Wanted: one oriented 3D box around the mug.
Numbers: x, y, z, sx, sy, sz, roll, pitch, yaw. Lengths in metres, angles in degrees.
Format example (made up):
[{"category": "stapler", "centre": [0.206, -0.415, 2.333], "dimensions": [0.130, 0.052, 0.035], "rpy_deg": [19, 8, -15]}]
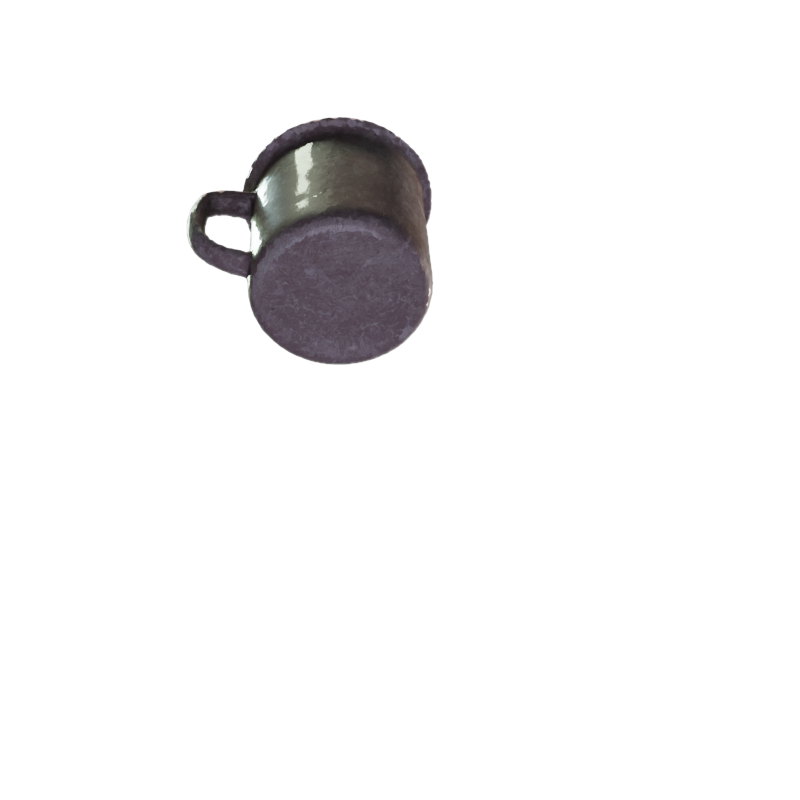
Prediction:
[{"category": "mug", "centre": [-0.040, -0.073, 0.511], "dimensions": [0.116, 0.088, 0.087], "rpy_deg": [10, 36, -9]}]
